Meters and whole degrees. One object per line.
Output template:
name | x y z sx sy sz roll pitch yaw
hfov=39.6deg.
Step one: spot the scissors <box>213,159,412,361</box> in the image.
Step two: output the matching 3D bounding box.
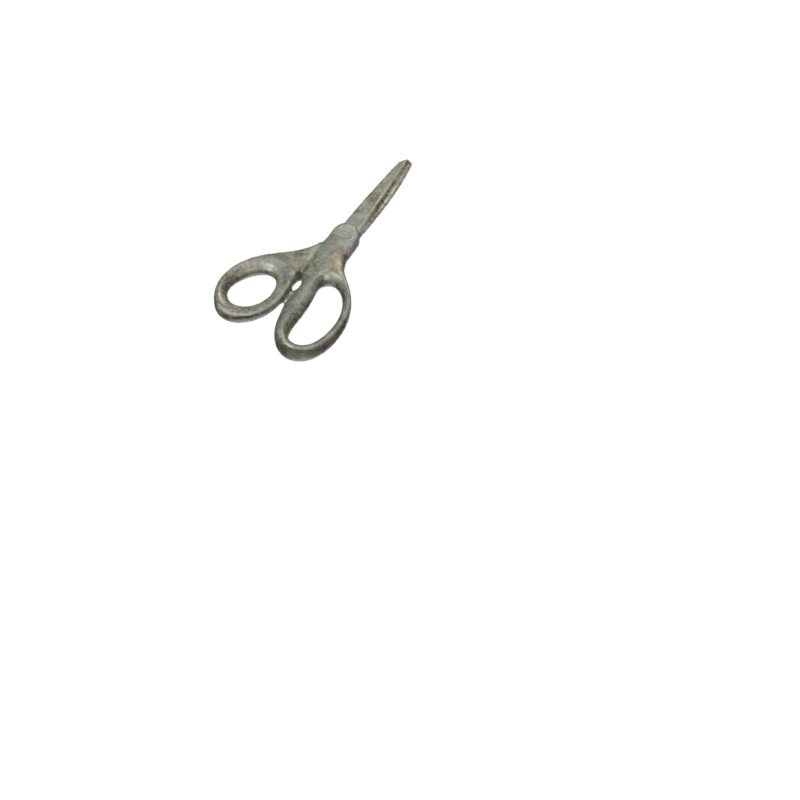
scissors | -0.058 -0.105 0.736 0.098 0.213 0.015 8 -43 8
